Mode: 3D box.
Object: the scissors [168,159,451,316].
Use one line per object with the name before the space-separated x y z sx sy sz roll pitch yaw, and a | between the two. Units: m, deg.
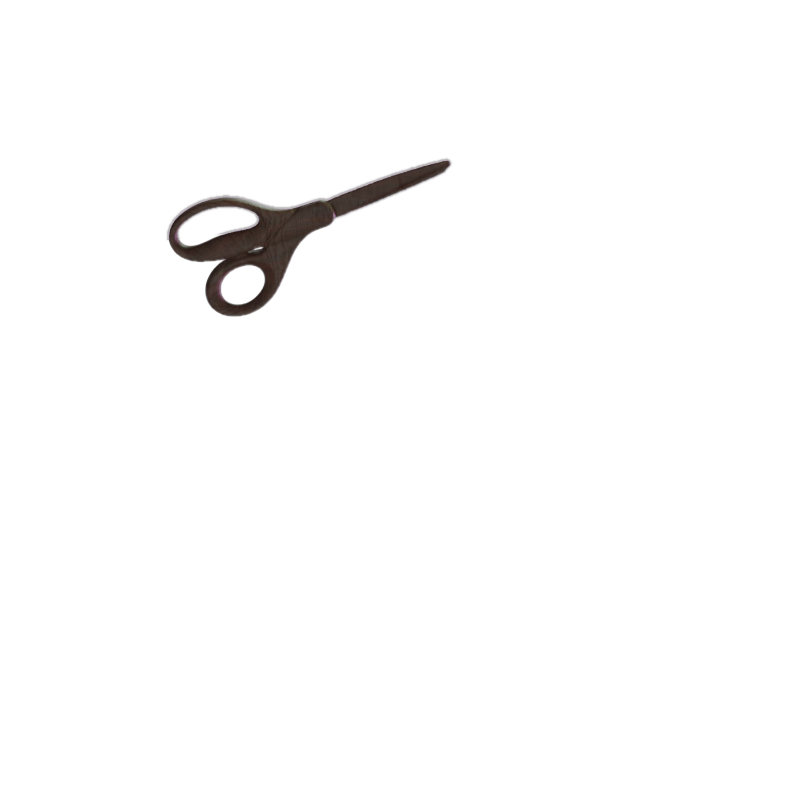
scissors | -0.061 -0.112 0.781 0.202 0.092 0.016 -6 19 2
